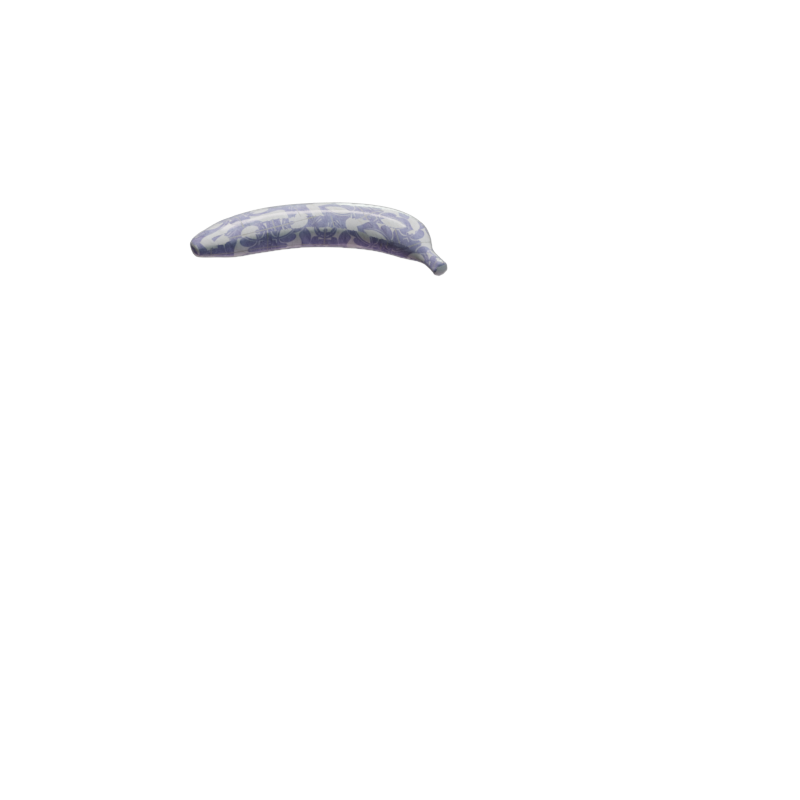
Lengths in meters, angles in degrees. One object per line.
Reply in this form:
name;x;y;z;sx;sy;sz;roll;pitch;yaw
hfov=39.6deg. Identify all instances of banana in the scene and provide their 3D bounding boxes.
banana;-0.062;-0.131;0.868;0.199;0.035;0.073;3;28;6
